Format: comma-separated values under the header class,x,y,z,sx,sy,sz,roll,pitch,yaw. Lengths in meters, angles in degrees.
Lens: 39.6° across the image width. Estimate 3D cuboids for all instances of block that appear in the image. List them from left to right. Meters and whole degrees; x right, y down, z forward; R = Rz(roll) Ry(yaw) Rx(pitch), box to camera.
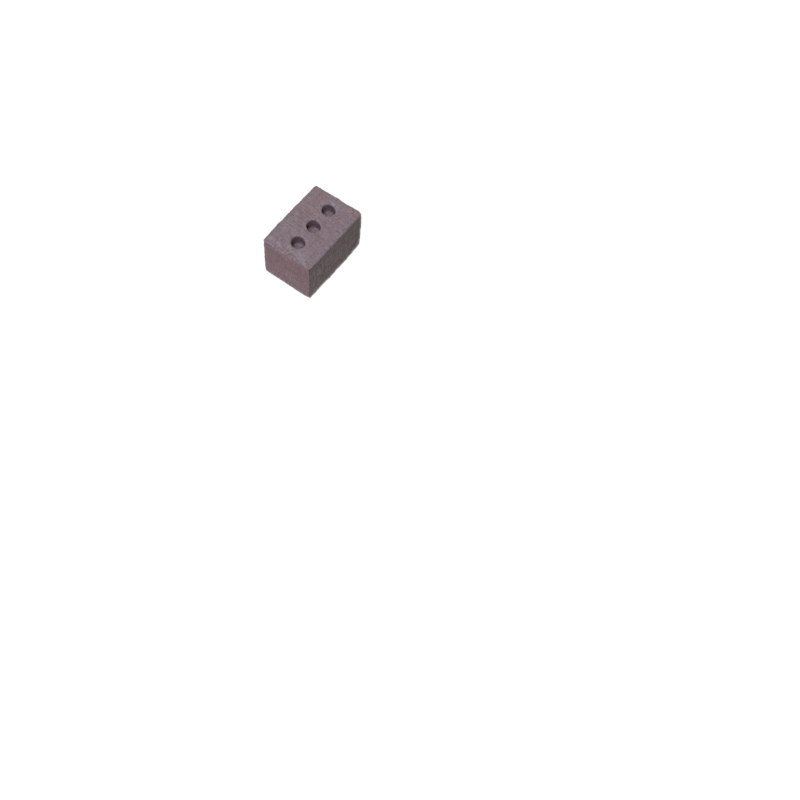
class,x,y,z,sx,sy,sz,roll,pitch,yaw
block,-0.077,-0.141,0.989,0.055,0.080,0.048,32,-27,16
